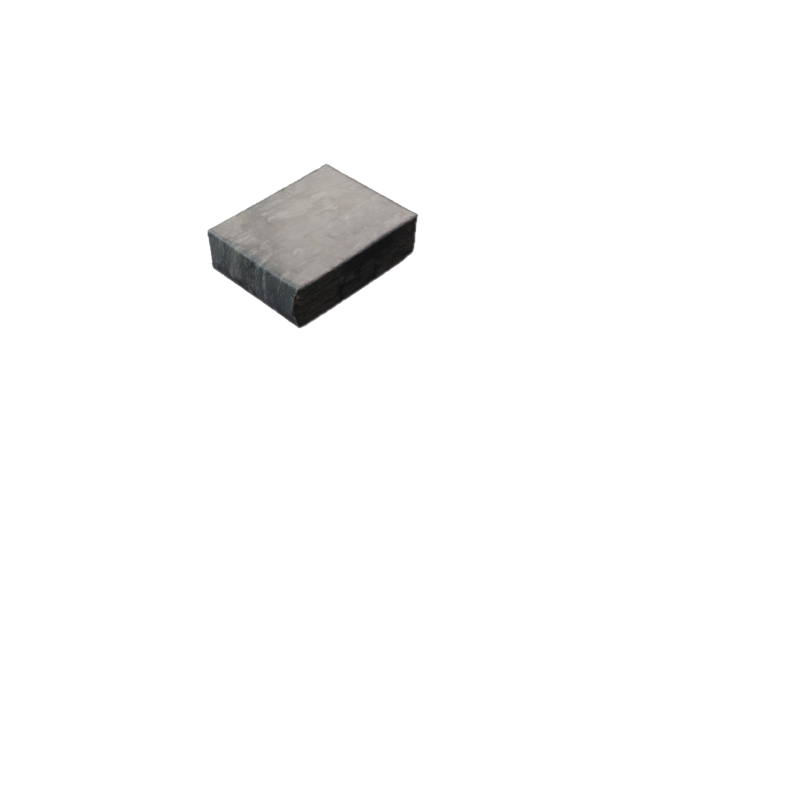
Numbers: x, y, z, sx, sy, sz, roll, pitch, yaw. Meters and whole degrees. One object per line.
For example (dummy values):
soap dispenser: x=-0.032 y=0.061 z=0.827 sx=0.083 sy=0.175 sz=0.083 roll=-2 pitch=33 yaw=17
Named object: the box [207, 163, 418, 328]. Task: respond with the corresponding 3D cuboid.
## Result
box: x=-0.058 y=-0.106 z=0.743 sx=0.096 sy=0.036 sz=0.114 roll=33 pitch=51 yaw=31
